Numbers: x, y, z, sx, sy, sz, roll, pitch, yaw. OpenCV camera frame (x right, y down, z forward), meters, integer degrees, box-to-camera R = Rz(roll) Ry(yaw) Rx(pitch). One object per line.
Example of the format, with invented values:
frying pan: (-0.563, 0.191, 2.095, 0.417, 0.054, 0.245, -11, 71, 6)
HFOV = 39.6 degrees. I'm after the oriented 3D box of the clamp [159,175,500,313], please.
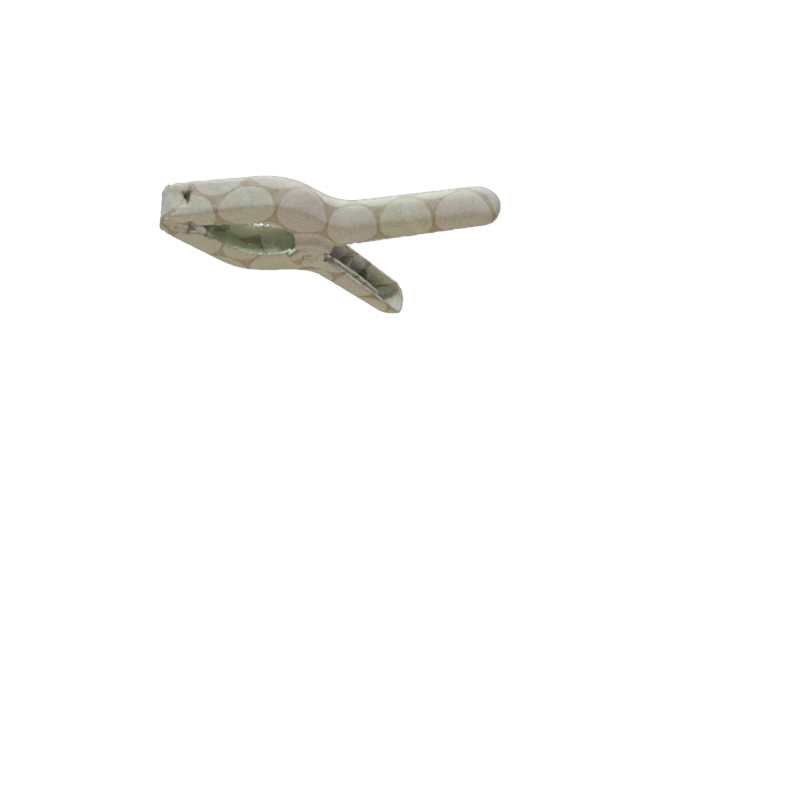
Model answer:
clamp: (-0.059, -0.107, 0.748, 0.206, 0.038, 0.159, 6, -24, -13)
